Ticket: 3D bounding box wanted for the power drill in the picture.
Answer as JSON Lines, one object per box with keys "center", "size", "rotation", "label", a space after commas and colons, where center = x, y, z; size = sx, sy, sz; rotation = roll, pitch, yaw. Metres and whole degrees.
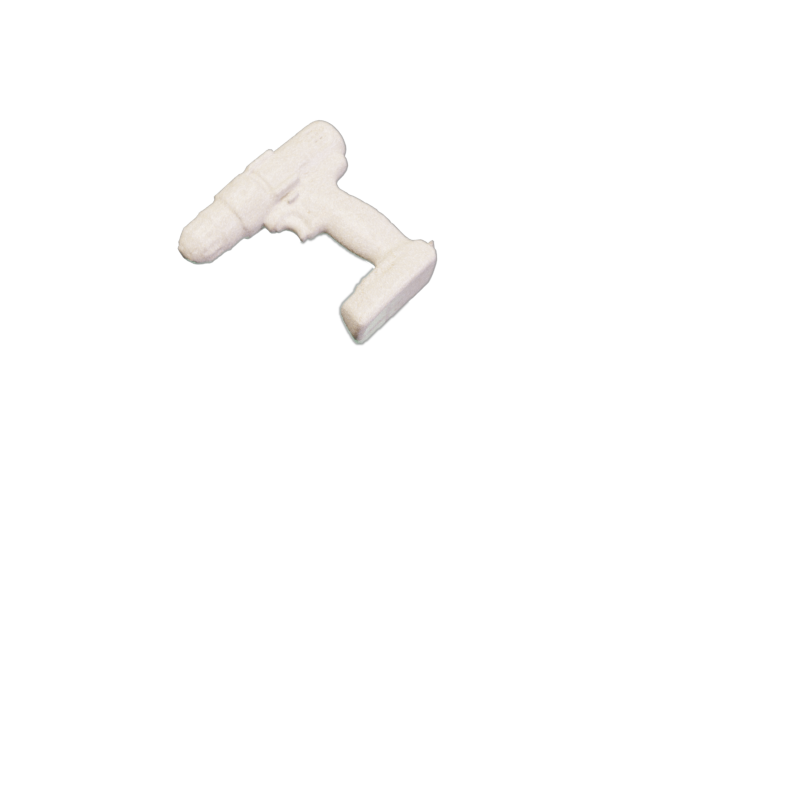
{"center": [-0.076, -0.139, 0.975], "size": [0.186, 0.196, 0.054], "rotation": [-42, -16, -16], "label": "power drill"}
